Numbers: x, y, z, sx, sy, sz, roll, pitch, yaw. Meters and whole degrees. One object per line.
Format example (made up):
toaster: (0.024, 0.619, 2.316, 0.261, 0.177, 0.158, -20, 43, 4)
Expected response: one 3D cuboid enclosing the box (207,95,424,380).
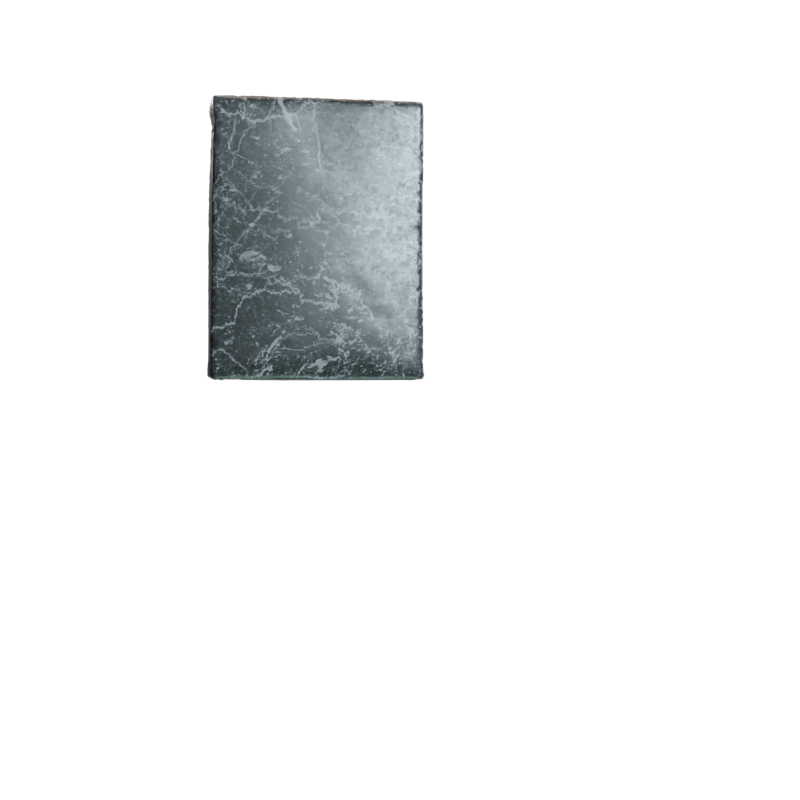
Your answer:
box: (-0.067, -0.123, 0.862, 0.162, 0.217, 0.072, 0, -5, -10)
